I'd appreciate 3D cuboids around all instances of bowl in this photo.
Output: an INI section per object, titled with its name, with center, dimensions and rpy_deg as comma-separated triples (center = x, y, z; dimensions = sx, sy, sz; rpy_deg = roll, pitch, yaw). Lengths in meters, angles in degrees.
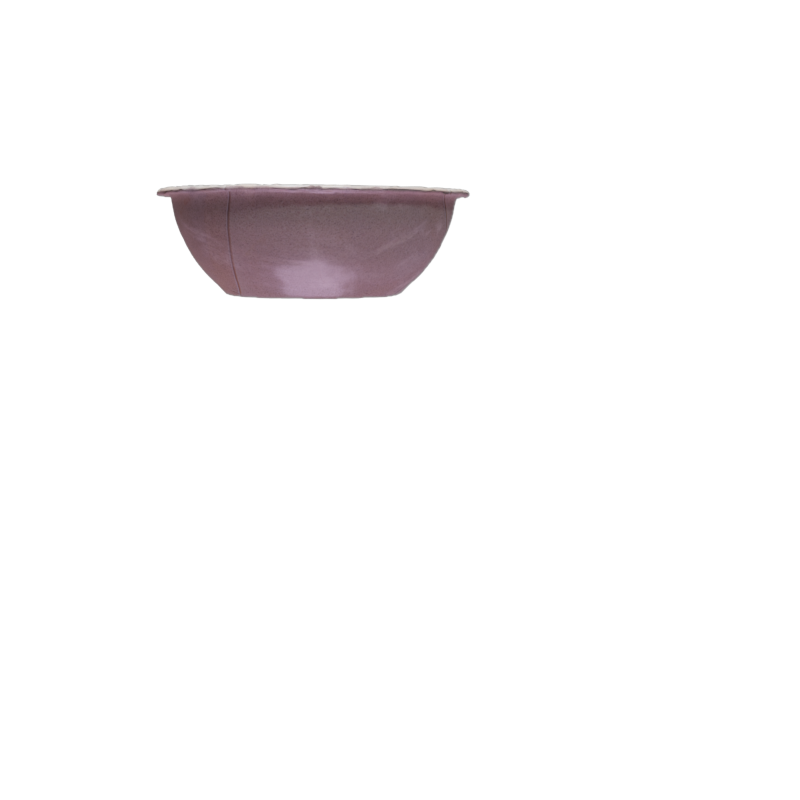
[bowl]
center = -0.045, -0.082, 0.576
dimensions = 0.162, 0.055, 0.164
rpy_deg = 0, 7, -2
